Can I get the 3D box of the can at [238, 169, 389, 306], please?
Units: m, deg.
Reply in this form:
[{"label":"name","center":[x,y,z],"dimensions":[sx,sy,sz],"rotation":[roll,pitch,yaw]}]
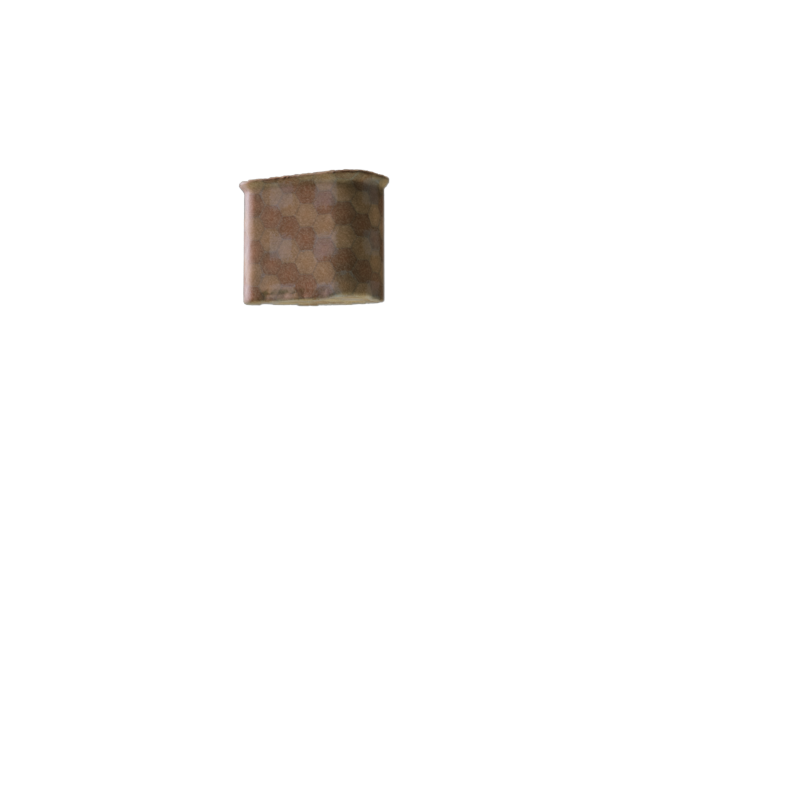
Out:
[{"label":"can","center":[-0.059,-0.107,0.747],"dimensions":[0.105,0.085,0.055],"rotation":[-1,-4,30]}]
